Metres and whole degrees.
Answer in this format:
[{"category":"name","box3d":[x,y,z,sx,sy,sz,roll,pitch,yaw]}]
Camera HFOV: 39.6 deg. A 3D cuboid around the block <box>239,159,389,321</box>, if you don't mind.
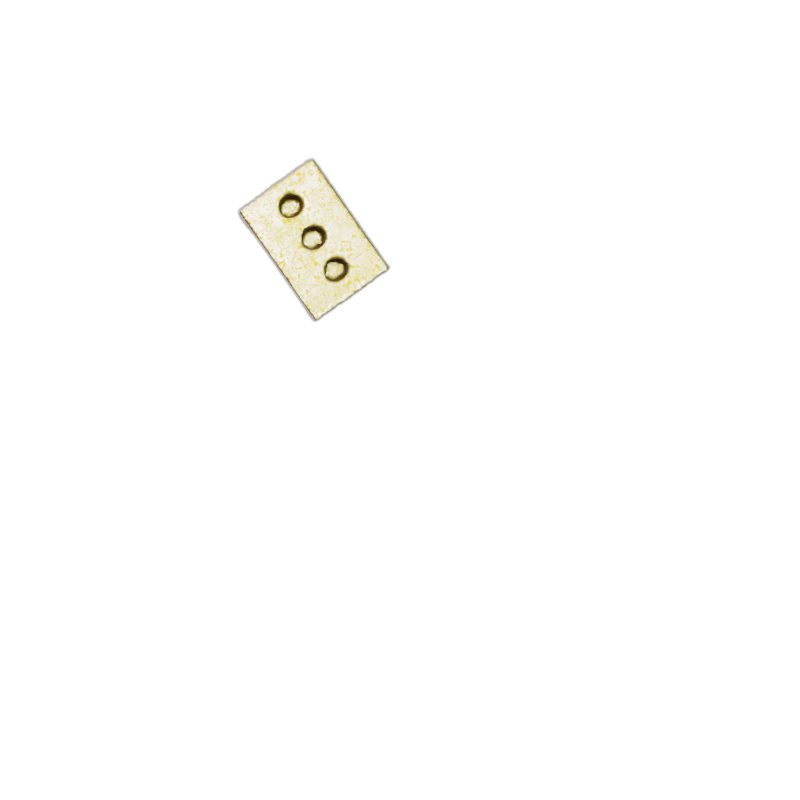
[{"category":"block","box3d":[-0.050,-0.092,0.641,0.053,0.079,0.051,-36,-1,-2]}]
